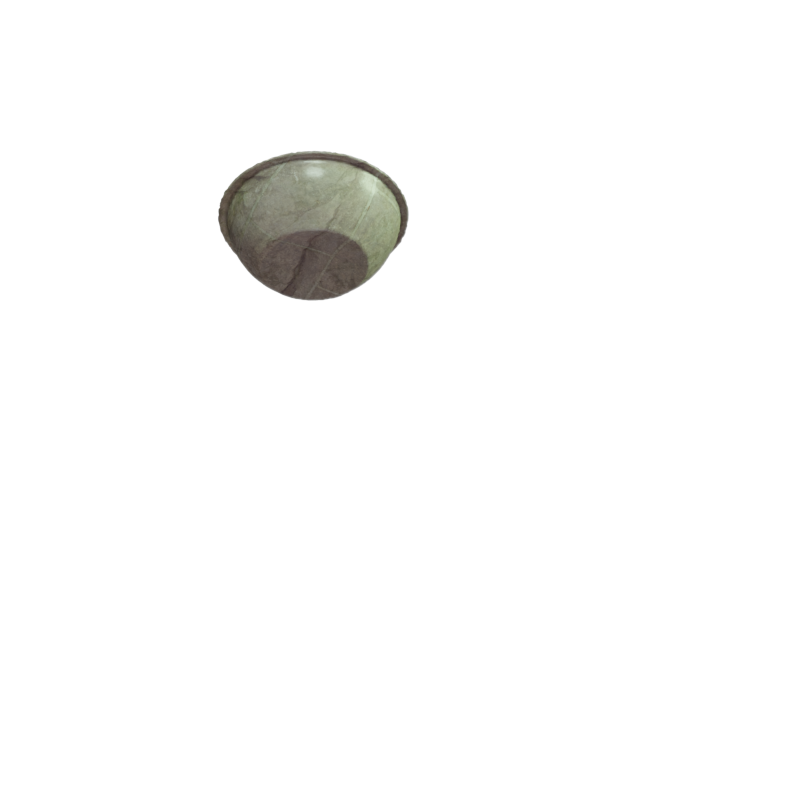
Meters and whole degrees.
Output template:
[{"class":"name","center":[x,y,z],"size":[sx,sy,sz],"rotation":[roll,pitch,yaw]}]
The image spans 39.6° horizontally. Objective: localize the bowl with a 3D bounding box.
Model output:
[{"class":"bowl","center":[-0.072,-0.132,0.925],"size":[0.162,0.059,0.151],"rotation":[1,-37,-2]}]
